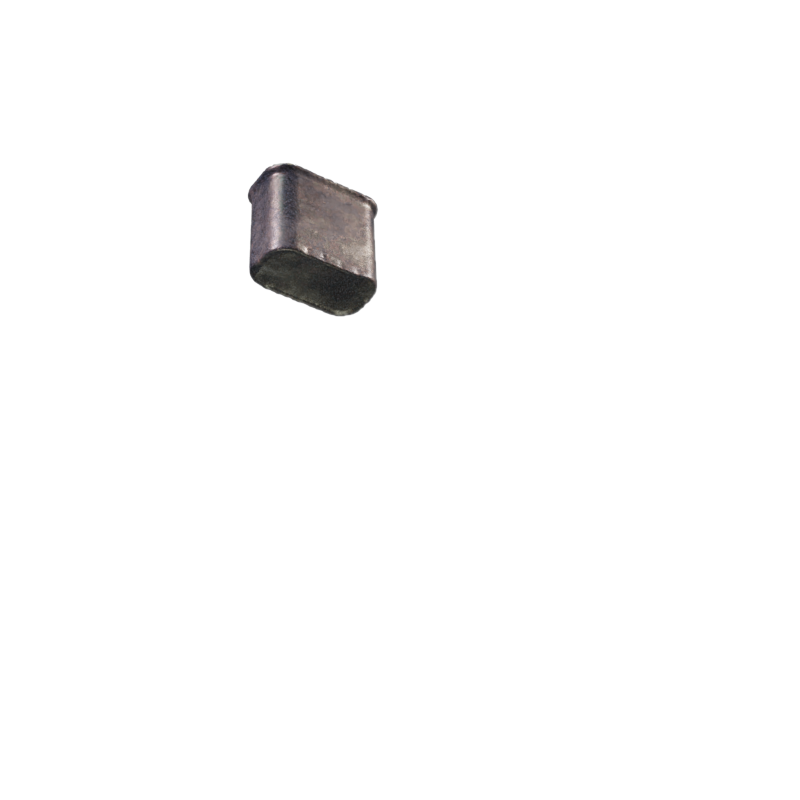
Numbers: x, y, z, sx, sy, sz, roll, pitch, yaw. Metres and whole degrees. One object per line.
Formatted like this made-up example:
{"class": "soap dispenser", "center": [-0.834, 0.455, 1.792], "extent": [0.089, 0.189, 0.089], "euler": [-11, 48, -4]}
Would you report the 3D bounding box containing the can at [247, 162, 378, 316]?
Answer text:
{"class": "can", "center": [-0.066, -0.121, 0.846], "extent": [0.097, 0.090, 0.056], "euler": [20, -43, -27]}
